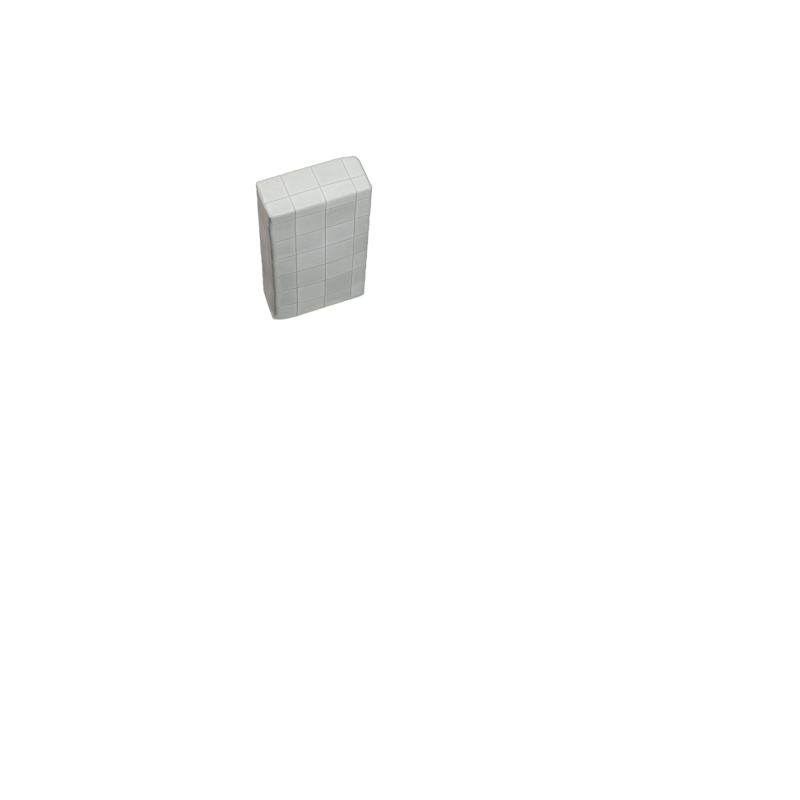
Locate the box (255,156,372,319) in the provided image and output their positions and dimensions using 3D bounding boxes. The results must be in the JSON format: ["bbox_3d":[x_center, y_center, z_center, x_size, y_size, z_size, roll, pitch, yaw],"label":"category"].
[{"bbox_3d":[-0.077,-0.141,0.989,0.093,0.051,0.165,-17,-27,-13],"label":"box"}]
